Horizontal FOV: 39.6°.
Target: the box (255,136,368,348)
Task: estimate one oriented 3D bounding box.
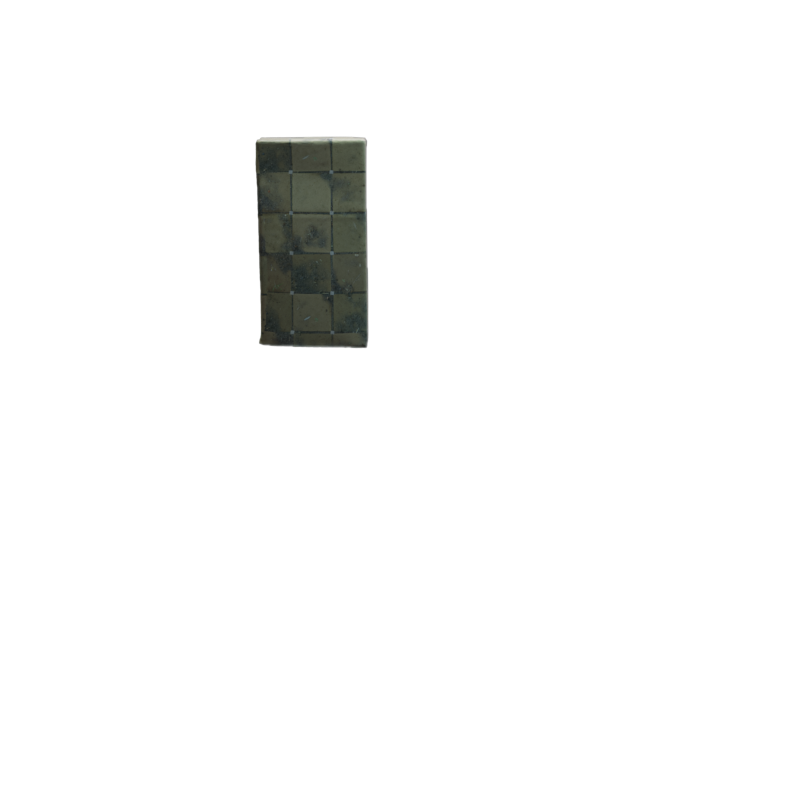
[{"bbox_3d":[-0.073,-0.134,0.937,0.094,0.173,0.049,1,8,3],"label":"box"}]
